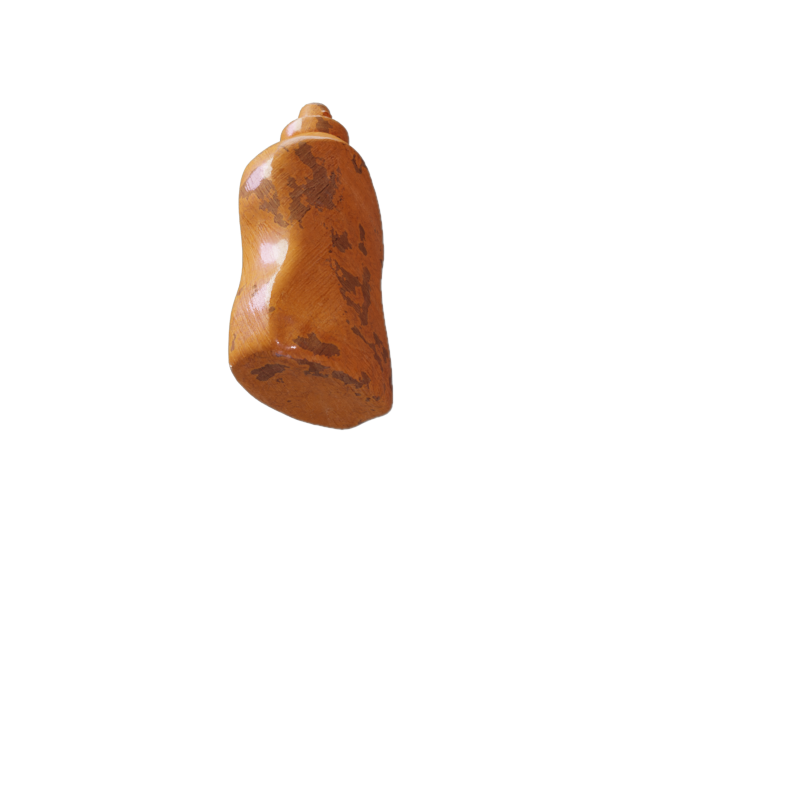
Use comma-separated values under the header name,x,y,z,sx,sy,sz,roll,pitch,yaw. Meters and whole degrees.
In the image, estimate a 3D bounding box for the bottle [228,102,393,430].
name,x,y,z,sx,sy,sz,roll,pitch,yaw
bottle,-0.047,-0.087,0.609,0.058,0.205,0.090,-28,-41,34
